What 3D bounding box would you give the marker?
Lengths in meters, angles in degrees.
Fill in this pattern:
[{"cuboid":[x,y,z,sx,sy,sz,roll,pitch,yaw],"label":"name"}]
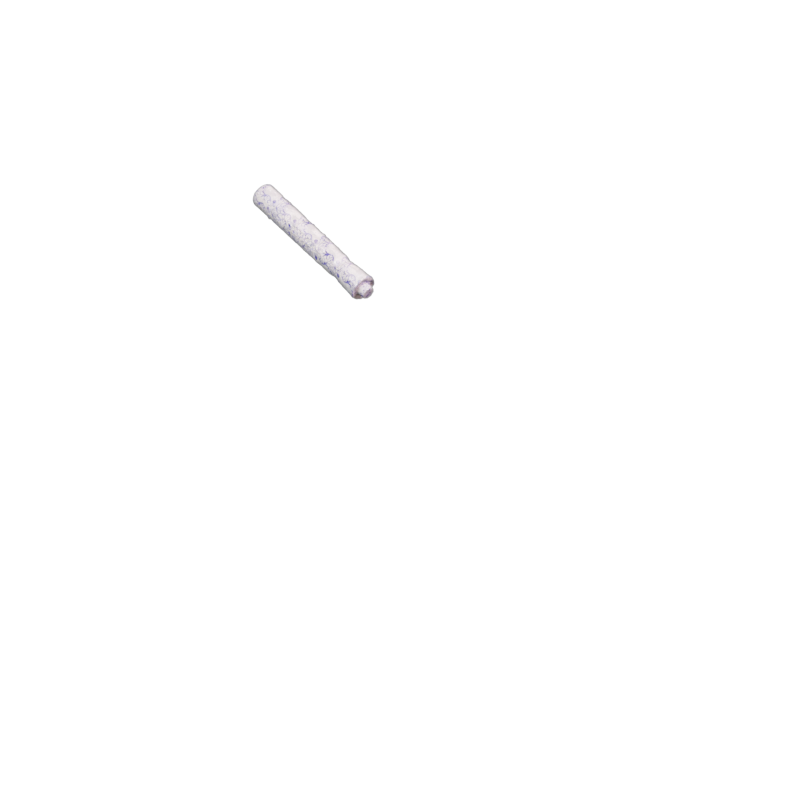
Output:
[{"cuboid":[-0.060,-0.109,0.764,0.019,0.019,0.130,-3,39,-47],"label":"marker"}]
